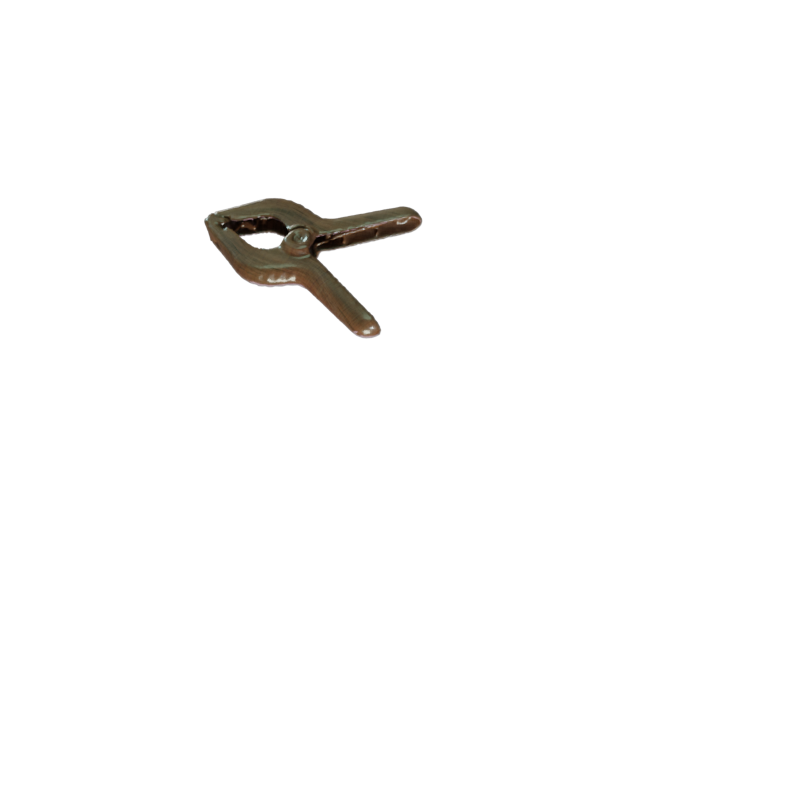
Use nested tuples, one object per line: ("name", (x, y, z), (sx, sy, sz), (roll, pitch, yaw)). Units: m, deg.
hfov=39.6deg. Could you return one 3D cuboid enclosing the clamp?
("clamp", (-0.069, -0.126, 0.885), (0.178, 0.124, 0.037), (24, -33, 16))
